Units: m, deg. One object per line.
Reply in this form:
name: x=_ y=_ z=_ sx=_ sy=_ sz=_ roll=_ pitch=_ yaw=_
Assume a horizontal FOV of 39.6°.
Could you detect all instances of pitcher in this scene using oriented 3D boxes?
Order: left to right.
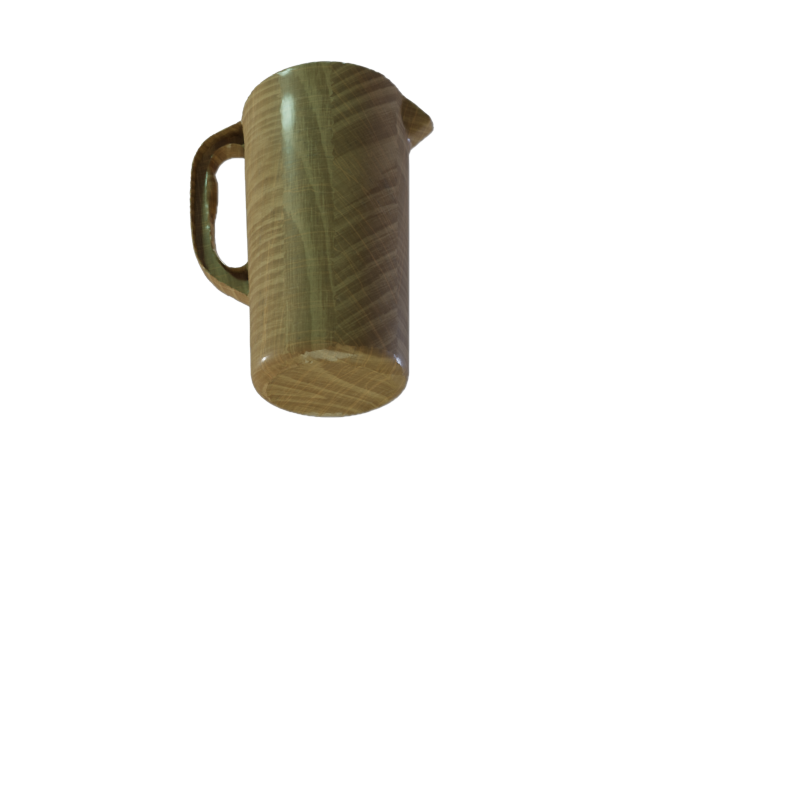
pitcher: x=-0.064 y=-0.116 z=0.814 sx=0.137 sy=0.259 sz=0.148 roll=20 pitch=-37 yaw=-34
